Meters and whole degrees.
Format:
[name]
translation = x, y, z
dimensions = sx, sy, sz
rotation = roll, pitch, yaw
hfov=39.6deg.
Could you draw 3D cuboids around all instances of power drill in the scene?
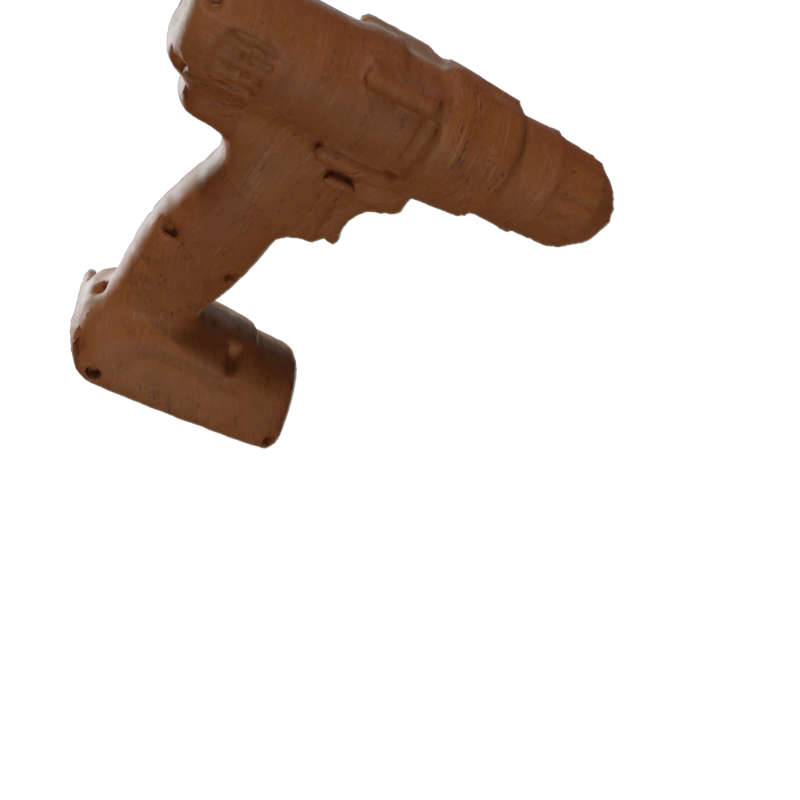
[power drill]
translation = -0.035, -0.063, 0.443
dimensions = 0.177, 0.182, 0.061
rotation = 26, 34, -19
